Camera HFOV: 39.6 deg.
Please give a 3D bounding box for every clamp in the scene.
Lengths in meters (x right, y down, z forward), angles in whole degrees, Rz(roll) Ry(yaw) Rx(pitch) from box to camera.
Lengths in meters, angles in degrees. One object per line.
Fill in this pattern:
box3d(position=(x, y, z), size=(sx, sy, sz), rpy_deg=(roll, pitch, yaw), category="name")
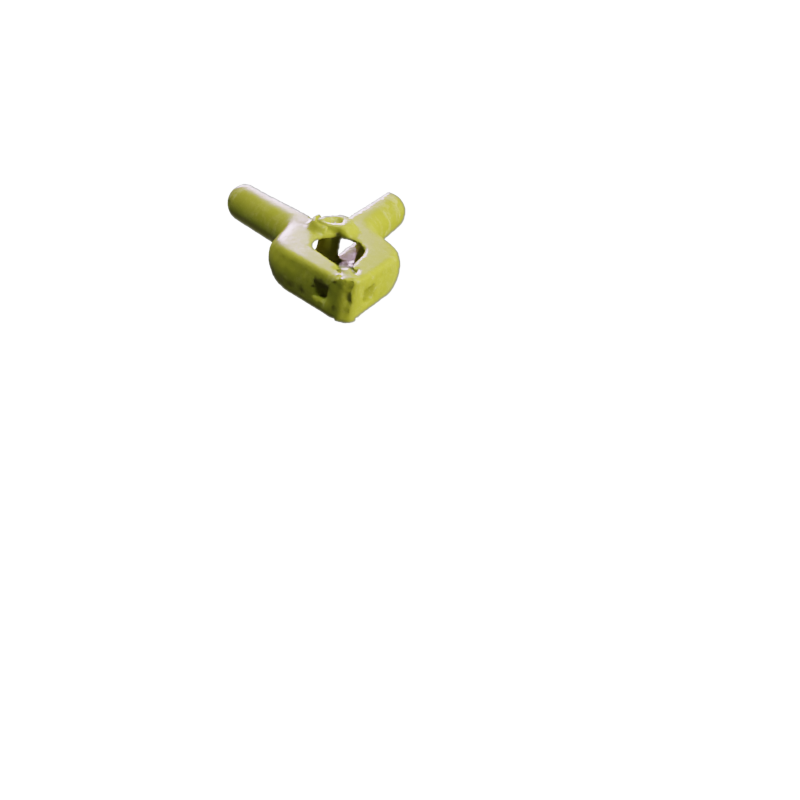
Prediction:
box3d(position=(-0.054, -0.099, 0.694), size=(0.120, 0.037, 0.180), rpy_deg=(0, 26, -1), category="clamp")
